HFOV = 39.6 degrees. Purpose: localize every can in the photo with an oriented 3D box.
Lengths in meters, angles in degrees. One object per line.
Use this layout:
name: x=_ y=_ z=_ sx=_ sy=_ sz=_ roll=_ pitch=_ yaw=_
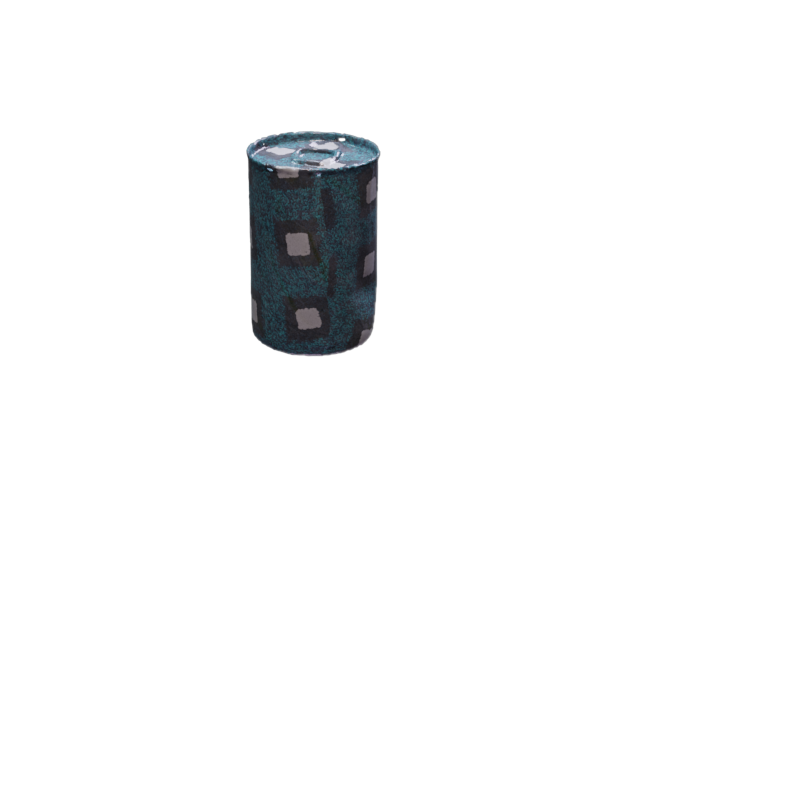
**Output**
can: x=-0.045 y=-0.083 z=0.581 sx=0.068 sy=0.097 sz=0.072 roll=0 pitch=25 yaw=-2
